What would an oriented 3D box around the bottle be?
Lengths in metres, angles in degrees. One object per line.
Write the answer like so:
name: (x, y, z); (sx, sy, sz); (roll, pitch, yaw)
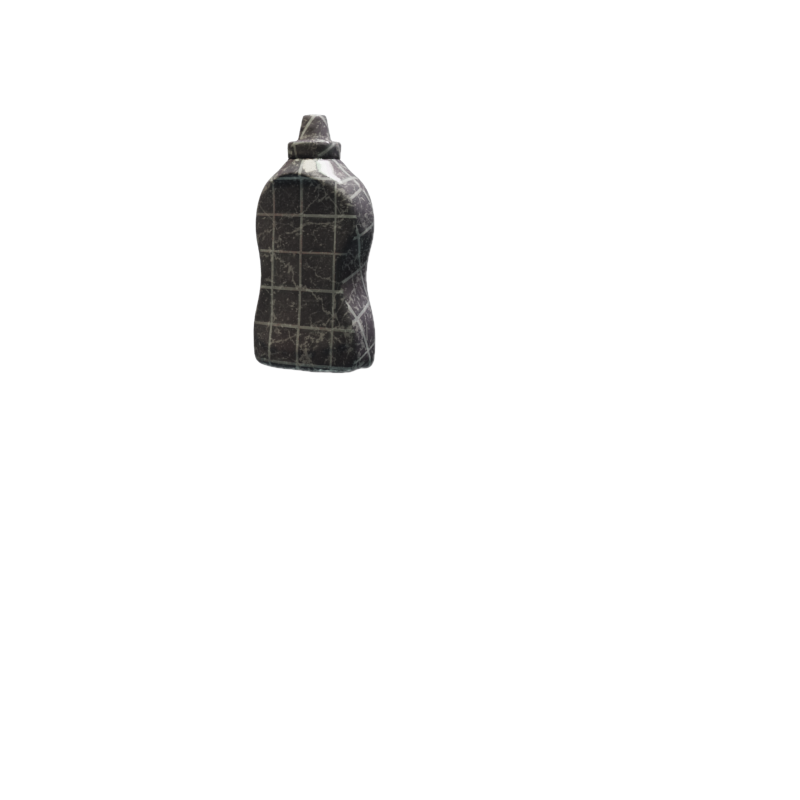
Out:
bottle: (-0.066, -0.120, 0.843); (0.100, 0.190, 0.056); (3, 4, 35)
